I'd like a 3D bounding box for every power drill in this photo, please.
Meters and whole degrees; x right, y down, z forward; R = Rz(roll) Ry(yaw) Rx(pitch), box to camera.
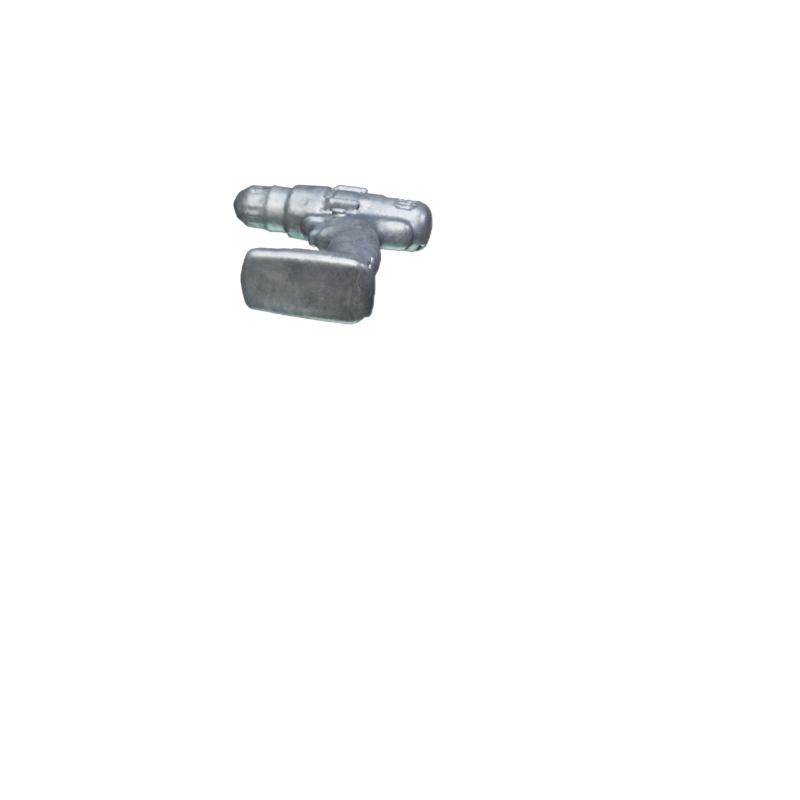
[{"bbox_3d":[-0.074,-0.135,0.949,0.188,0.054,0.195,6,30,10],"label":"power drill"}]
